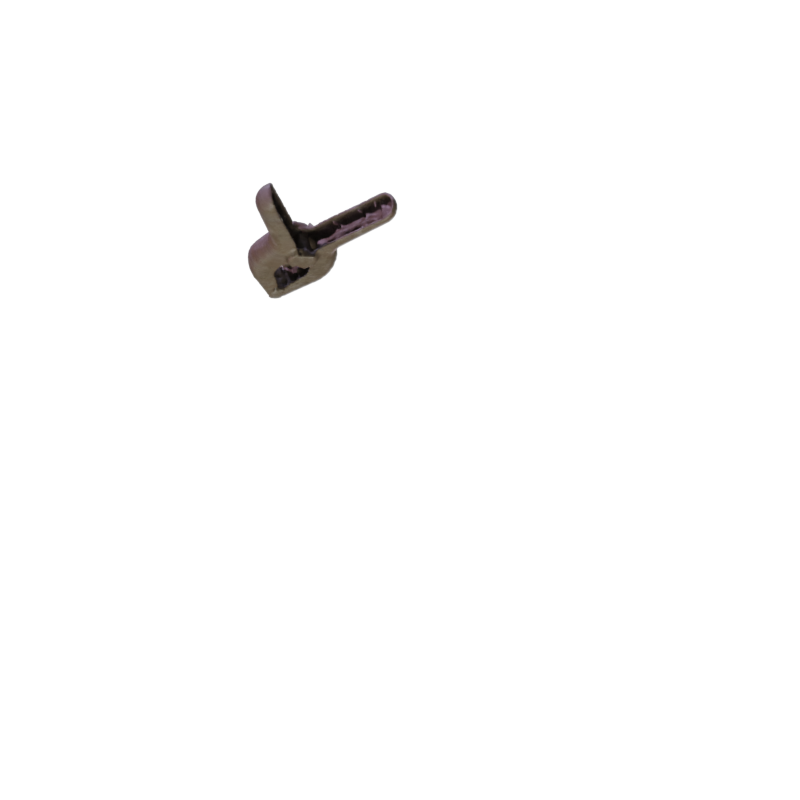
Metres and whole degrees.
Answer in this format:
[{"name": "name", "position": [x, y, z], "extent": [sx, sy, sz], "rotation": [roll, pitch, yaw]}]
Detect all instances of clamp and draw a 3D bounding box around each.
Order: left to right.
[{"name": "clamp", "position": [-0.075, -0.137, 0.963], "extent": [0.118, 0.041, 0.166], "rotation": [5, -21, -13]}]
